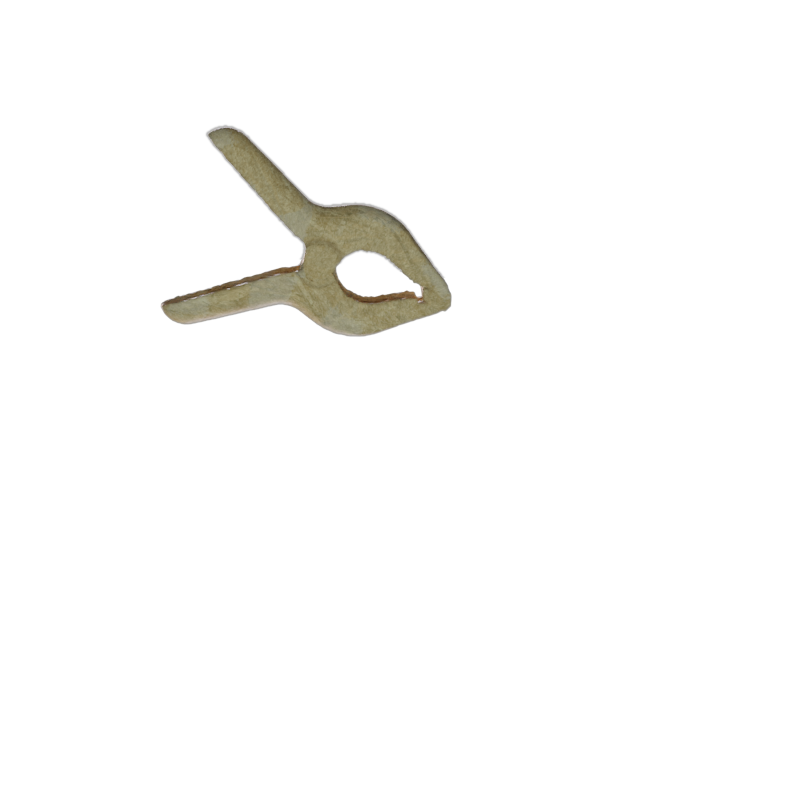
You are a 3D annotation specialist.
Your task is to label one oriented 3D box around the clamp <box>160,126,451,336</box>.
[{"bbox_3d":[-0.051,-0.094,0.658,0.171,0.116,0.041,8,17,-2],"label":"clamp"}]
